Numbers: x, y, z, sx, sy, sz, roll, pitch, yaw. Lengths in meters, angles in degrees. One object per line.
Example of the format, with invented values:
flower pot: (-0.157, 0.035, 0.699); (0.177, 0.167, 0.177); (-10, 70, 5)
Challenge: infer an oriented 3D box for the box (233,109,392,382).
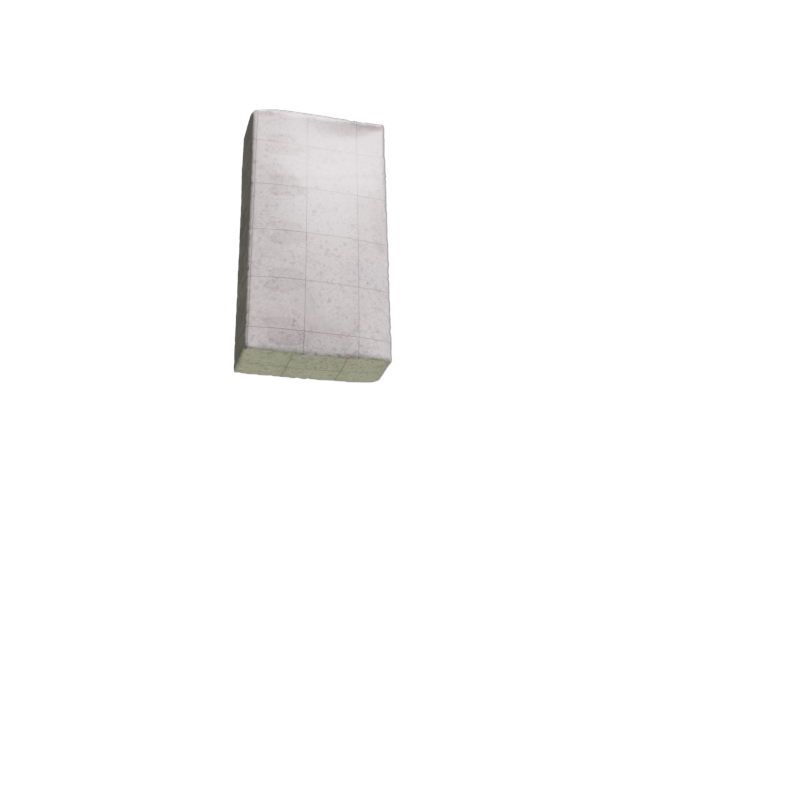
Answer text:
box: (-0.056, -0.102, 0.710); (0.091, 0.187, 0.046); (5, -26, -13)
